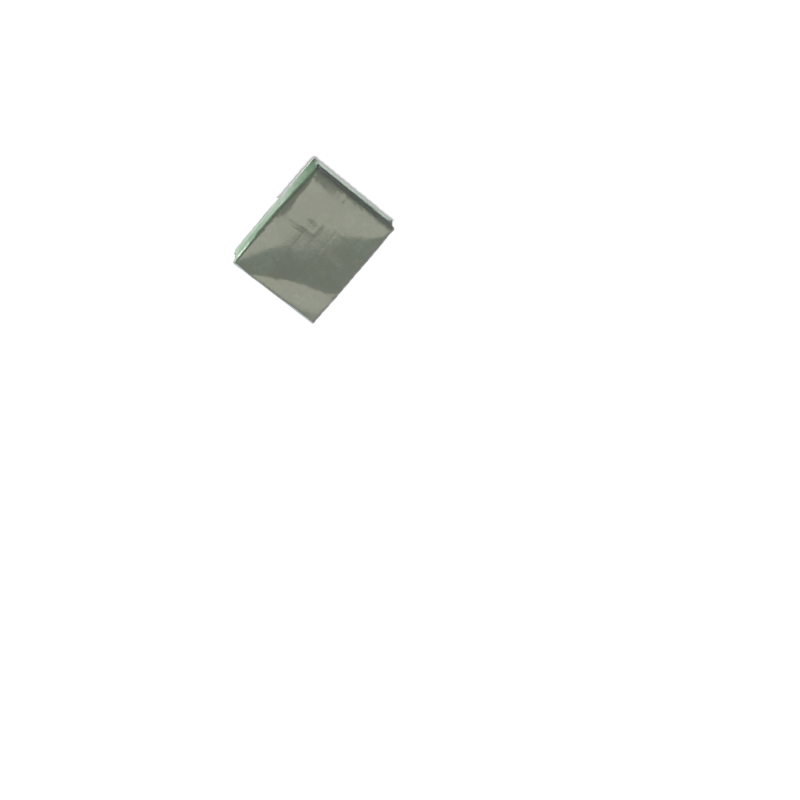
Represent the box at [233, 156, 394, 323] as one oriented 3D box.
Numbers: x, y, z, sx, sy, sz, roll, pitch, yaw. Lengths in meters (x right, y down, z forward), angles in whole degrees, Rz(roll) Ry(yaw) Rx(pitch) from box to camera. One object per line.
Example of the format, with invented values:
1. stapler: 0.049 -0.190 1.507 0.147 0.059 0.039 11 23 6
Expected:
1. box: -0.074 -0.135 0.948 0.087 0.112 0.041 39 16 -14
